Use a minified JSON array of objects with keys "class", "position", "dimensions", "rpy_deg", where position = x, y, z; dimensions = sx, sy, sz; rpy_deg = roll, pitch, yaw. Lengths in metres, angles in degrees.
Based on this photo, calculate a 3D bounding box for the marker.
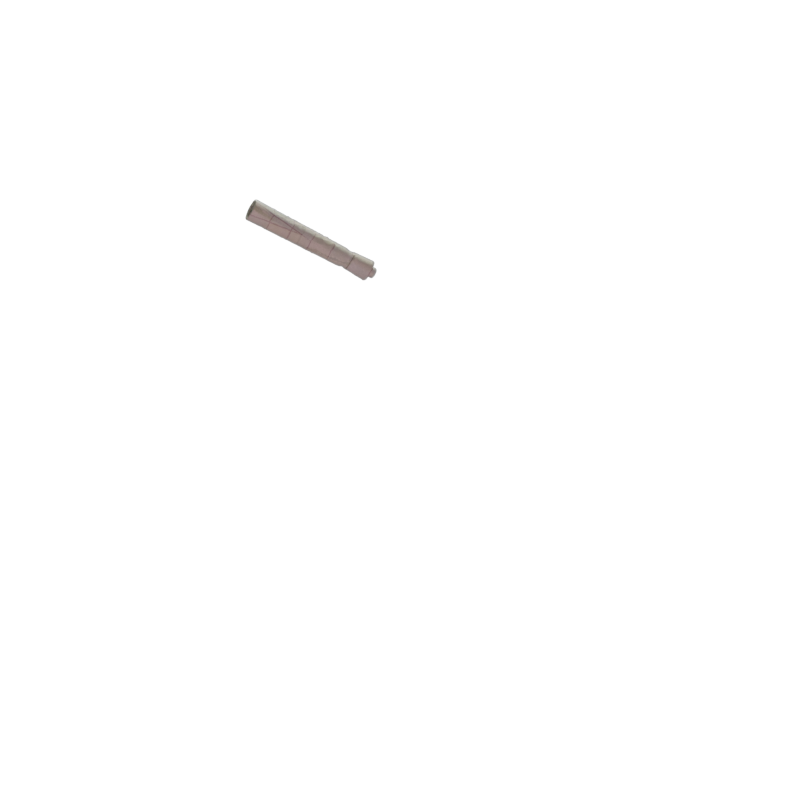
[{"class":"marker","position":[-0.073,-0.133,0.931],"dimensions":[0.117,0.020,0.020],"rpy_deg":[26,-4,-15]}]
